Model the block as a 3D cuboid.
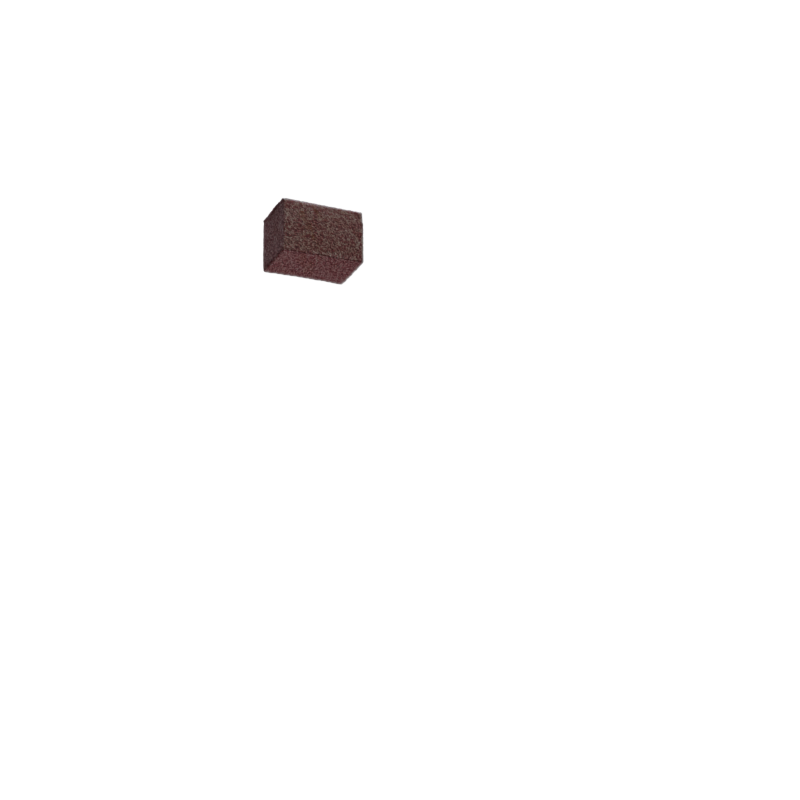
[{"bbox_3d":[-0.077,-0.140,0.984,0.075,0.054,0.052,9,-24,-23],"label":"block"}]
